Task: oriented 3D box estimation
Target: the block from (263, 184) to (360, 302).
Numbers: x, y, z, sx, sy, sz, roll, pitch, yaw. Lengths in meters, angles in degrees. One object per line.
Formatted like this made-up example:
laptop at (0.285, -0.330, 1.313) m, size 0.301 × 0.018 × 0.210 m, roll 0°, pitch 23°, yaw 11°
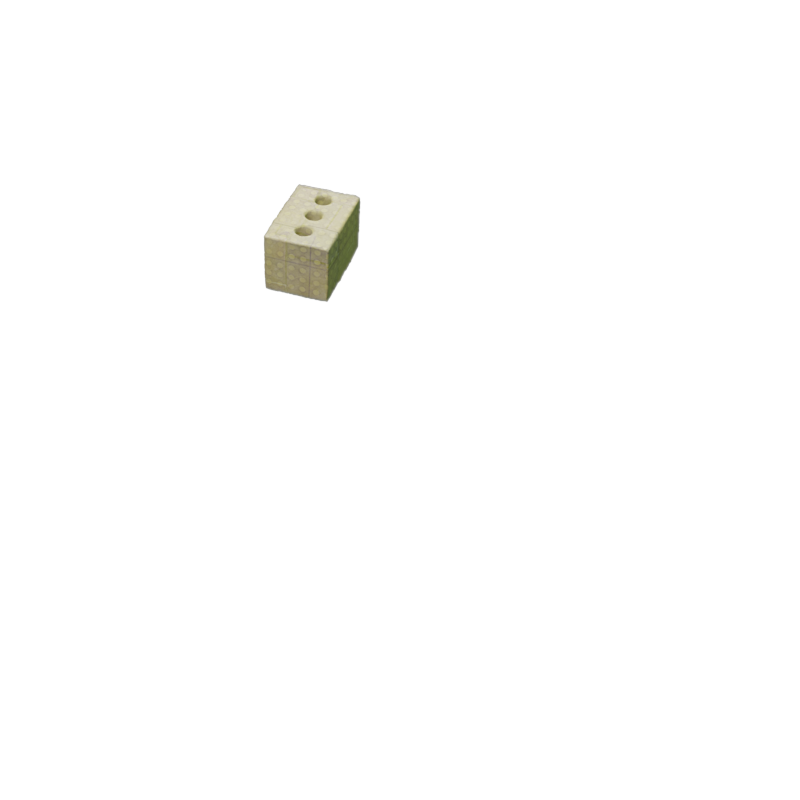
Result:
block at (-0.067, -0.122, 0.855) m, size 0.054 × 0.048 × 0.082 m, roll 12°, pitch 42°, yaw 12°
